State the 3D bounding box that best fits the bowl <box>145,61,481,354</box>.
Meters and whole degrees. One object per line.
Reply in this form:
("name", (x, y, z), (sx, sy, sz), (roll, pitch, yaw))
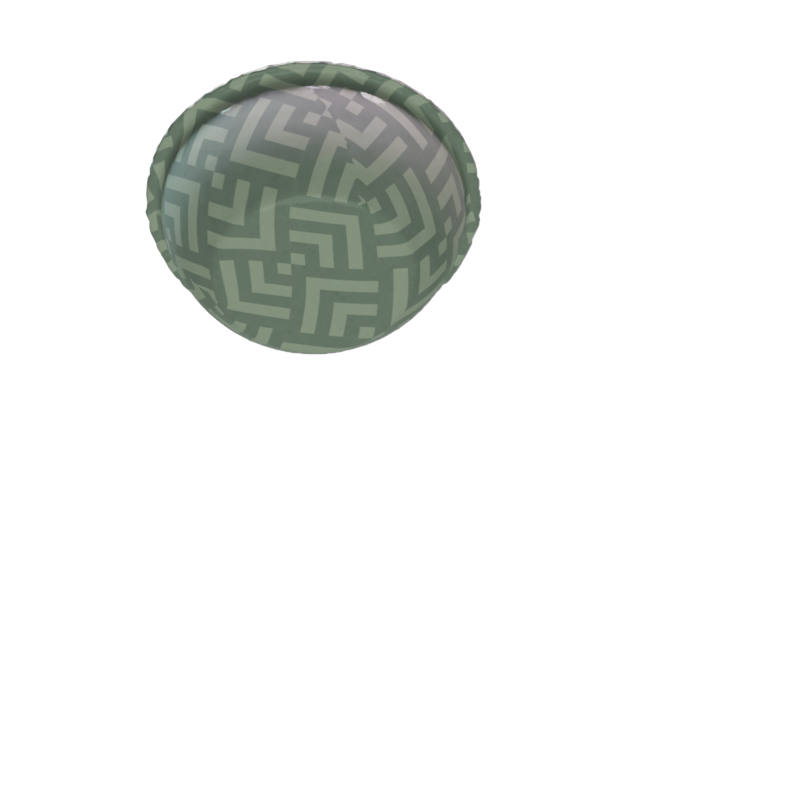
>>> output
("bowl", (-0.040, -0.074, 0.516), (0.162, 0.151, 0.059), (1, 40, -1))
